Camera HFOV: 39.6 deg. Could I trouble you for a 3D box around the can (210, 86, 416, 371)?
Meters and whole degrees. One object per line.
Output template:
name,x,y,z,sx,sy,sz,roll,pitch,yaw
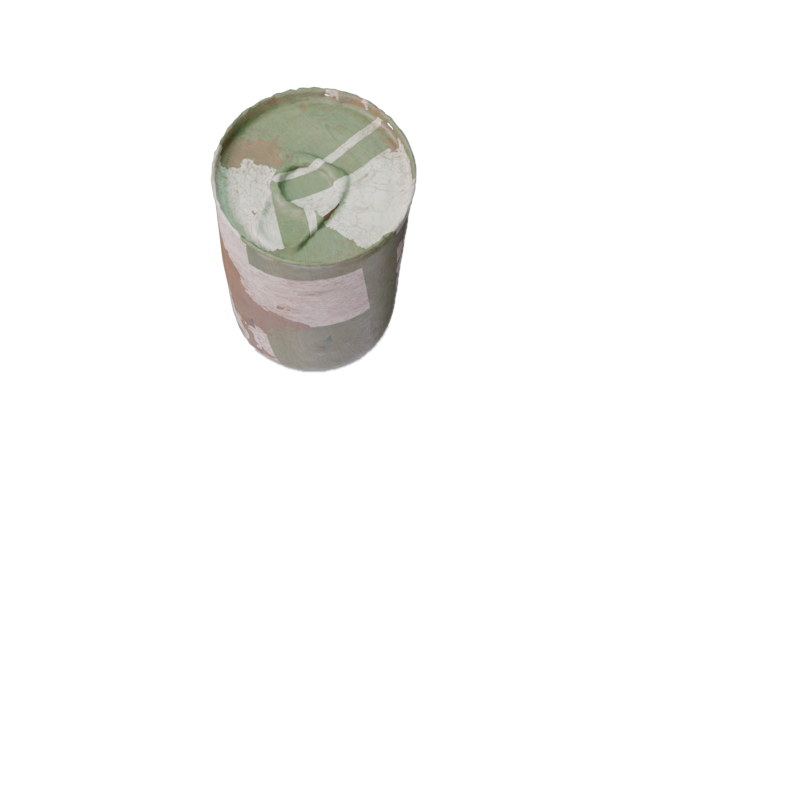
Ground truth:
can,-0.032,-0.058,0.410,0.068,0.072,0.097,0,-22,-3
